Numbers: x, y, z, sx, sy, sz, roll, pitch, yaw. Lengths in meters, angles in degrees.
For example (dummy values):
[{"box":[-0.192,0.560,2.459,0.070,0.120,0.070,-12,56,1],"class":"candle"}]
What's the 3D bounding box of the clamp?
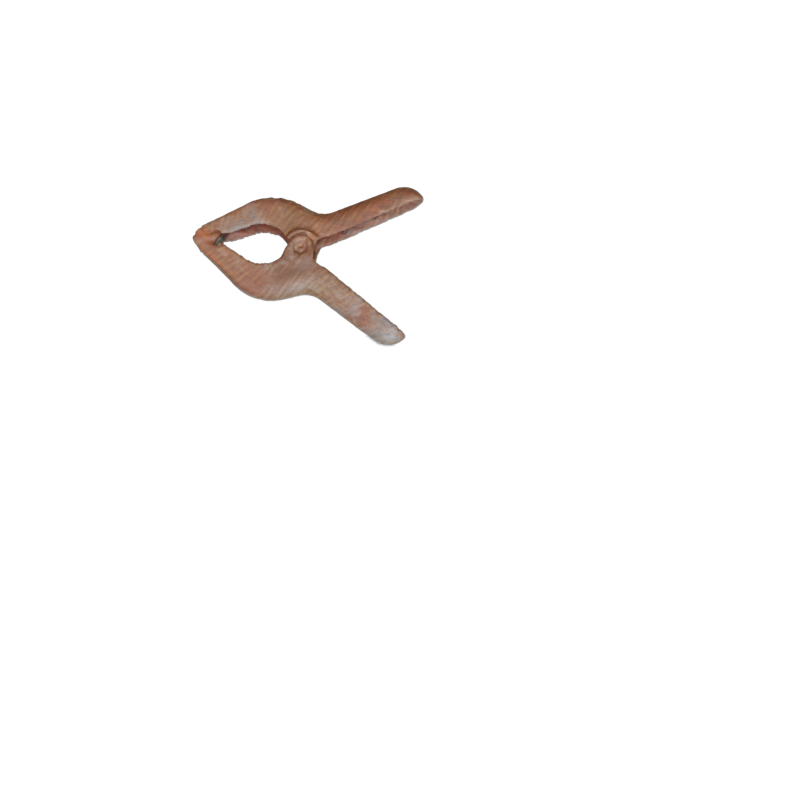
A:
[{"box":[-0.065,-0.118,0.827,0.174,0.125,0.037,16,-21,6],"class":"clamp"}]
